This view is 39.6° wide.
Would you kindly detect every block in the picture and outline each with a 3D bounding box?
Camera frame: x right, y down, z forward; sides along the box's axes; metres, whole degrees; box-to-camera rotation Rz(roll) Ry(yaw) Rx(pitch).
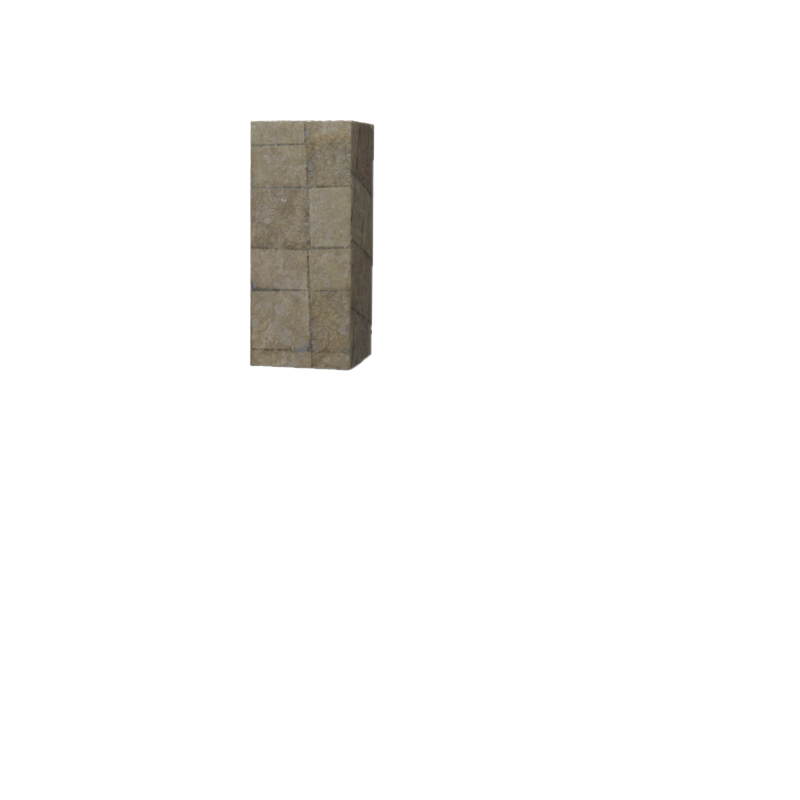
[{"bbox_3d":[-0.075,-0.137,0.959,0.092,0.204,0.089,1,5,13],"label":"block"}]
